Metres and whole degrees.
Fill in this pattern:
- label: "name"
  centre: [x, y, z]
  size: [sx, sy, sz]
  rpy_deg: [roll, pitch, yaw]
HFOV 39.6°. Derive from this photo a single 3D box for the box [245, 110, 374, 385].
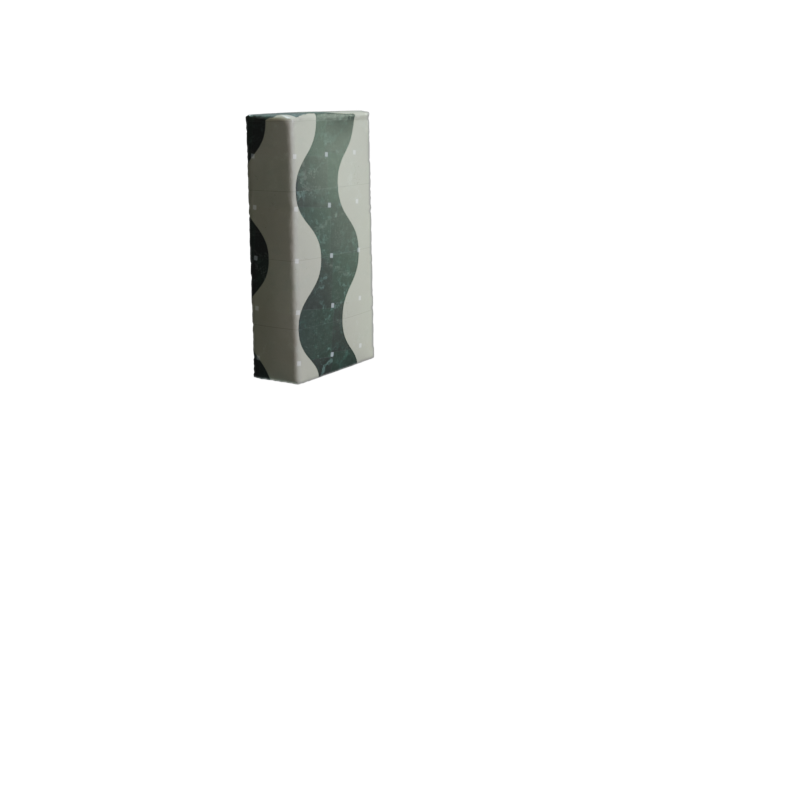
- label: "box"
  centre: [-0.059, -0.108, 0.755]
  size: [0.050, 0.172, 0.092]
  rpy_deg: [7, 13, 33]
